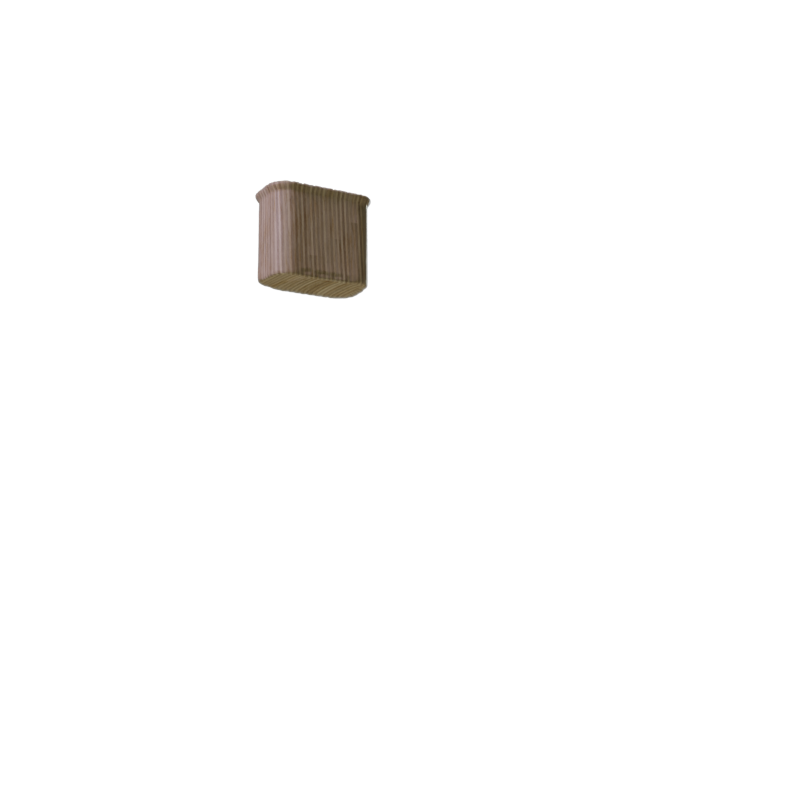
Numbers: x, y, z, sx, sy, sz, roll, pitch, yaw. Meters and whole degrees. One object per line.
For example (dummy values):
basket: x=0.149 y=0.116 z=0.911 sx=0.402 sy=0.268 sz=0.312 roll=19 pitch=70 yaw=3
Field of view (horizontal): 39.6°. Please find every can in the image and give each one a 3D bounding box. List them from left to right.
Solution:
can: x=-0.077 y=-0.140 z=0.982 sx=0.098 sy=0.087 sz=0.057 roll=7 pitch=-18 yaw=-28
